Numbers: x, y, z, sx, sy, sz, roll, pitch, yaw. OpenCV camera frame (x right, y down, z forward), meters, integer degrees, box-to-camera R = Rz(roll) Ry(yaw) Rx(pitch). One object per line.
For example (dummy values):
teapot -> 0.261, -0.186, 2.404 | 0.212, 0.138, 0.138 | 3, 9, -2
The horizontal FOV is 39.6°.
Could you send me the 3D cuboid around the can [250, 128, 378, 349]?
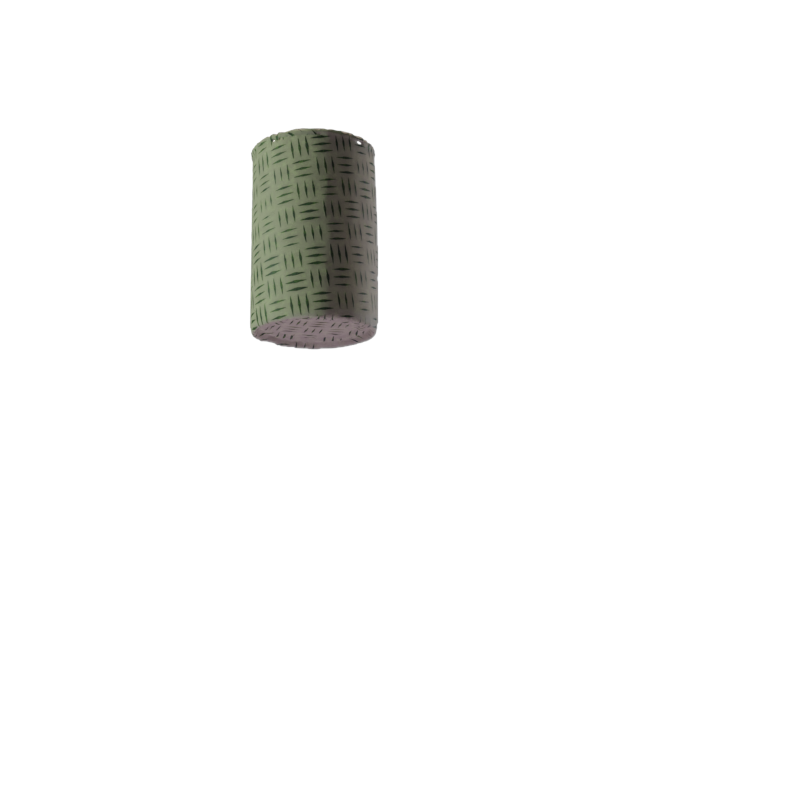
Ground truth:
can -> -0.046, -0.084, 0.590 | 0.068, 0.107, 0.066 | 0, -17, -2
